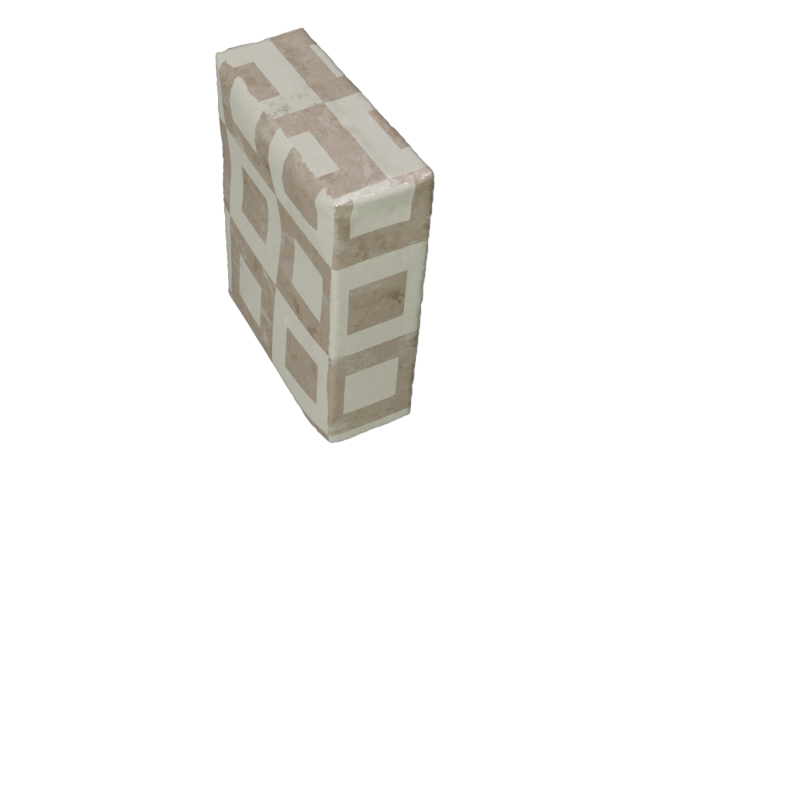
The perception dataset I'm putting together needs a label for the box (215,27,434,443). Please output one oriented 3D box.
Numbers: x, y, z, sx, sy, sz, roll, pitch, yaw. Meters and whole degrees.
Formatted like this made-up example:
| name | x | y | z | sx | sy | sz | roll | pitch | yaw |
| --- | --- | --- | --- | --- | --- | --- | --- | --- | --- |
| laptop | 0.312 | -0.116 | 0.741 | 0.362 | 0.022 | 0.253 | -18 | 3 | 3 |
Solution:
| name | x | y | z | sx | sy | sz | roll | pitch | yaw |
| --- | --- | --- | --- | --- | --- | --- | --- | --- | --- |
| box | -0.056 | -0.101 | 0.711 | 0.071 | 0.199 | 0.177 | -20 | 52 | -21 |
